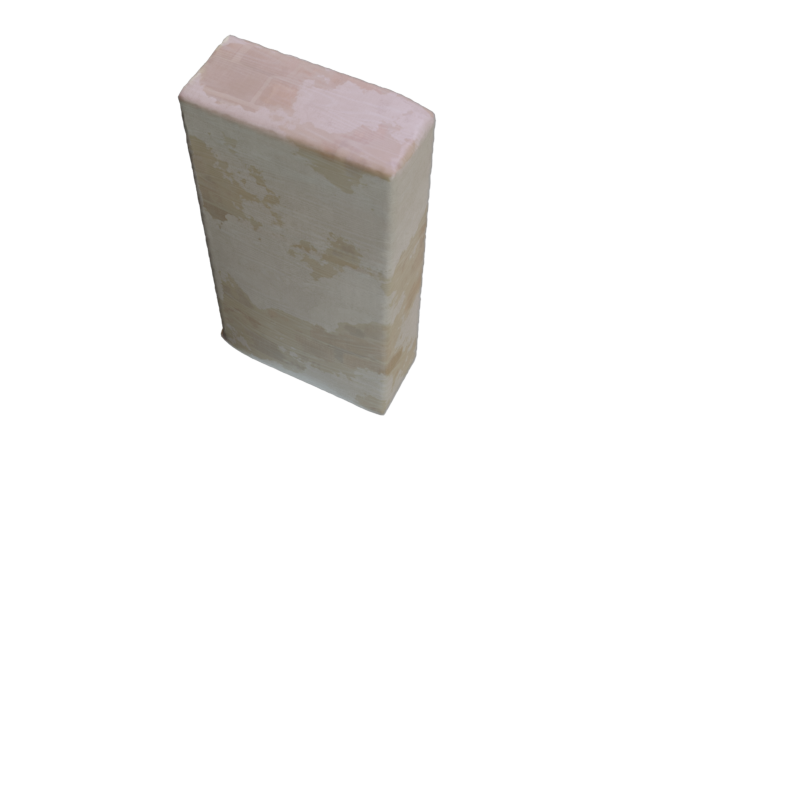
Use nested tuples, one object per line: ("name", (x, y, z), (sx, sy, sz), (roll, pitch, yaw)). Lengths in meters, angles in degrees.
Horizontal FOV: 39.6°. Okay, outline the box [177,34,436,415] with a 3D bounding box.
("box", (-0.037, -0.068, 0.478), (0.096, 0.050, 0.165), (25, -32, 13))
